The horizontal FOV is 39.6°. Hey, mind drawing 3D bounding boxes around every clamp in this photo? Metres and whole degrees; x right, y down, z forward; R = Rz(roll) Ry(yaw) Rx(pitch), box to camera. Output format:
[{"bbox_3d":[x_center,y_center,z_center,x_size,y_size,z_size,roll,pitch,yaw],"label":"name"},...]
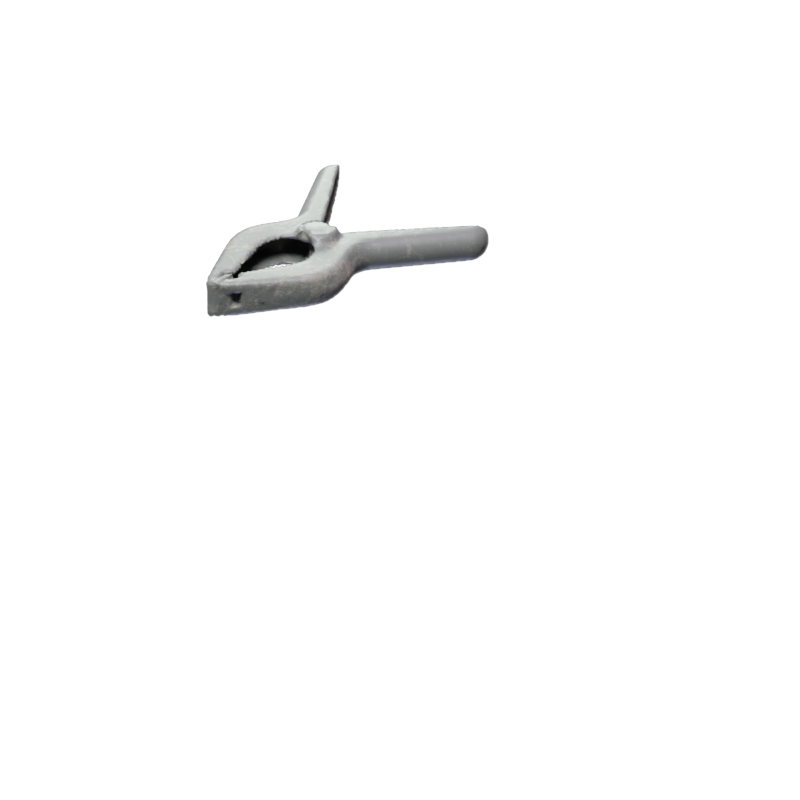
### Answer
[{"bbox_3d":[-0.064,-0.116,0.811,0.208,0.034,0.176,-25,42,-32],"label":"clamp"}]
